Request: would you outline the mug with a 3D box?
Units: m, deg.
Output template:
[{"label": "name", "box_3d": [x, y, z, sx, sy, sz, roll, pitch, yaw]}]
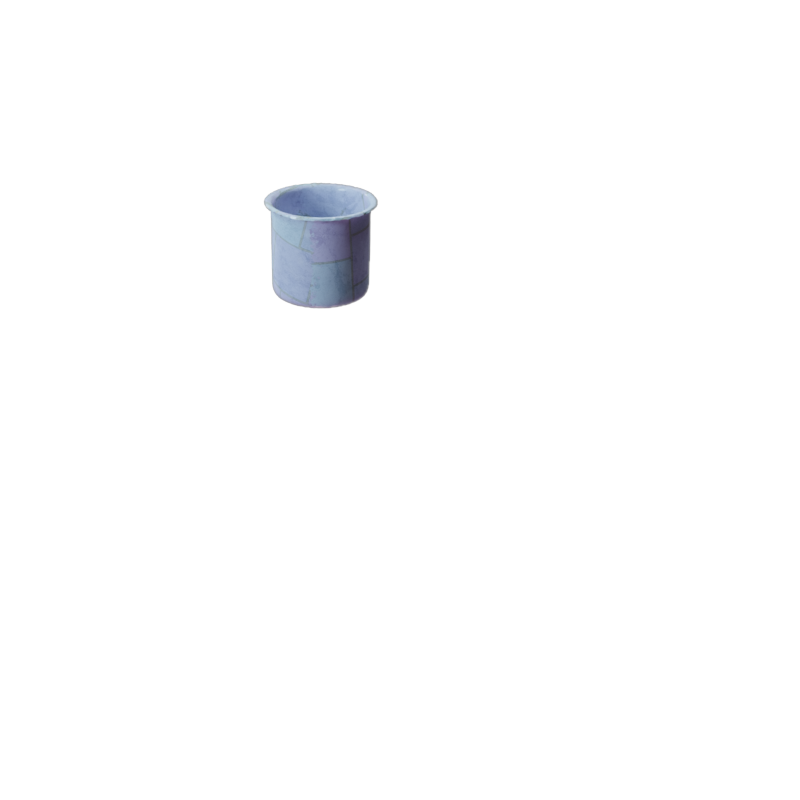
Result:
[{"label": "mug", "box_3d": [-0.073, -0.132, 0.926, 0.091, 0.077, 0.125, -15, 30, -30]}]
